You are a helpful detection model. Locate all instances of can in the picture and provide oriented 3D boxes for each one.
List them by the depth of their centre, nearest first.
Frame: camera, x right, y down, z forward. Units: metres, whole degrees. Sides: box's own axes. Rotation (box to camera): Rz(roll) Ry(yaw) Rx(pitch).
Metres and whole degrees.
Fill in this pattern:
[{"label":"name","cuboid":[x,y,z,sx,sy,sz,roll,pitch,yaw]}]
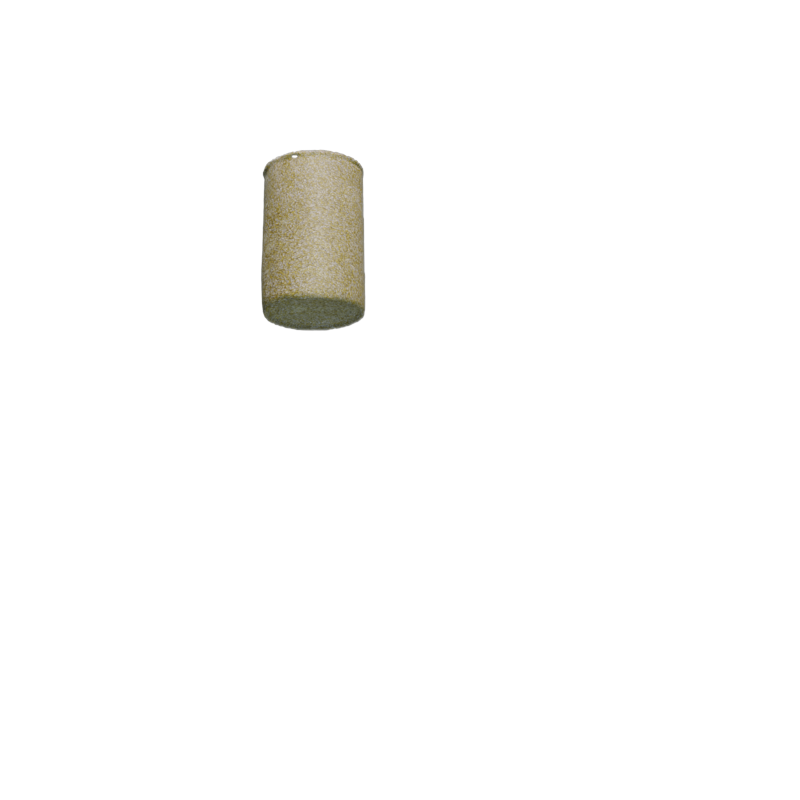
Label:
[{"label":"can","cuboid":[-0.057,-0.104,0.727,0.068,0.107,0.065,0,-20,-2]}]
